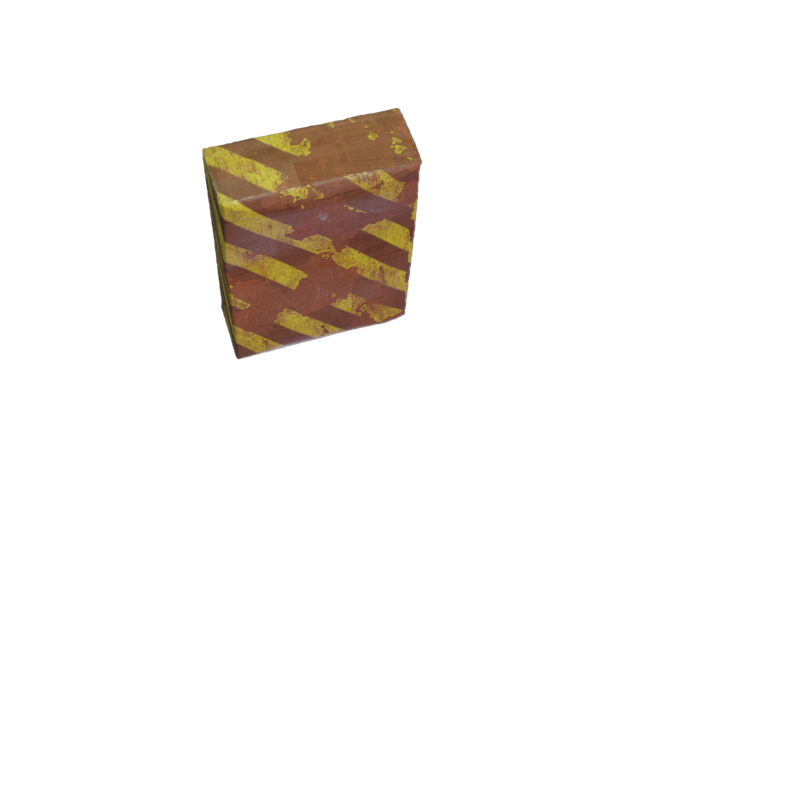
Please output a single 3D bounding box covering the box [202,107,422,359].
[{"bbox_3d":[-0.073,-0.133,0.935,0.163,0.077,0.200,-14,-31,-12],"label":"box"}]
